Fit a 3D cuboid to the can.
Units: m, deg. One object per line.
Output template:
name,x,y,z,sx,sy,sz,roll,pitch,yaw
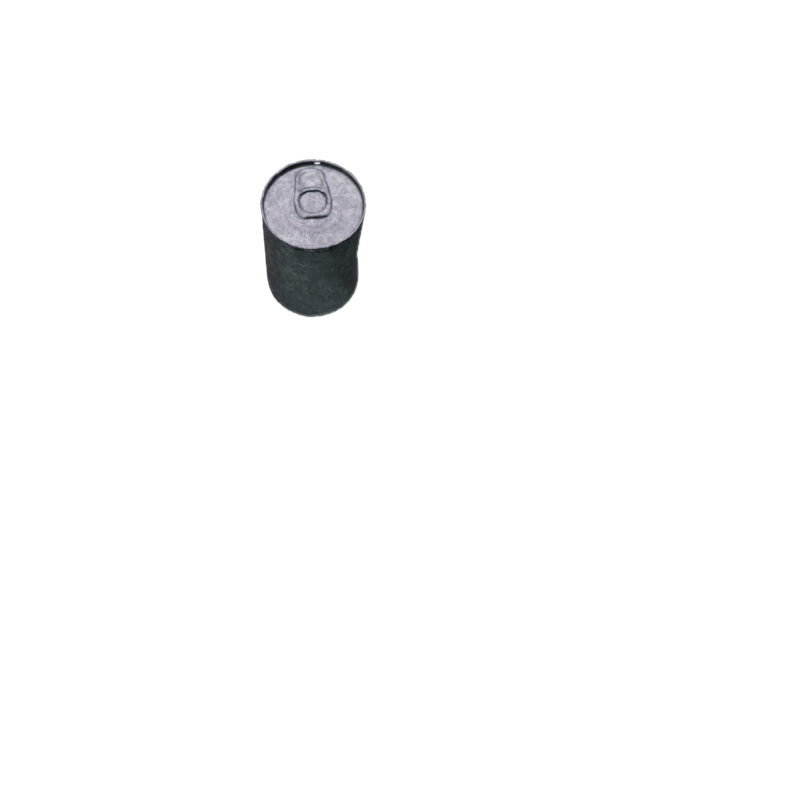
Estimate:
can,-0.059,-0.108,0.753,0.068,0.073,0.097,0,-25,-3
